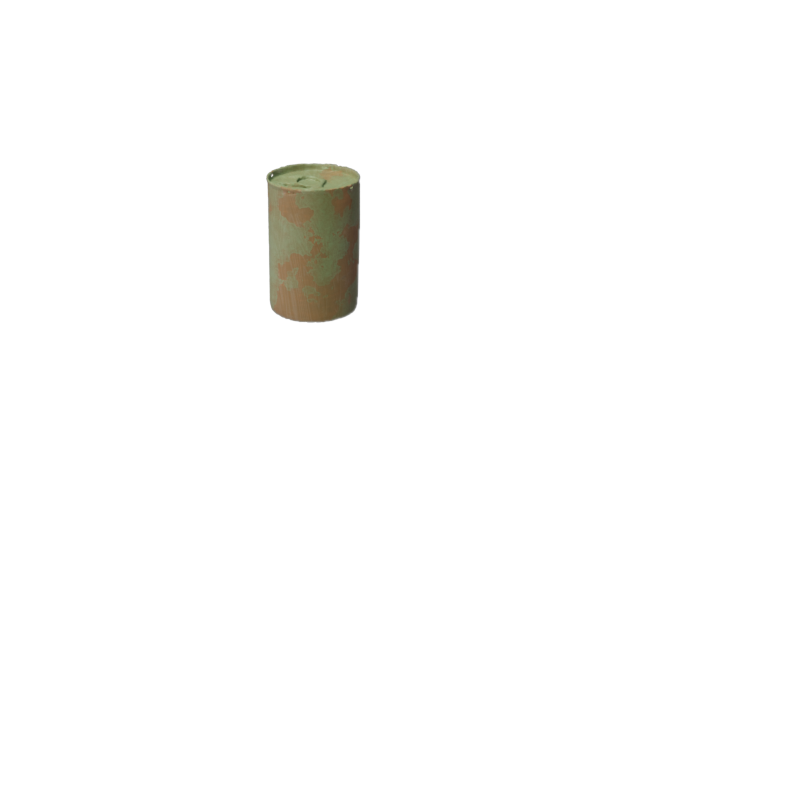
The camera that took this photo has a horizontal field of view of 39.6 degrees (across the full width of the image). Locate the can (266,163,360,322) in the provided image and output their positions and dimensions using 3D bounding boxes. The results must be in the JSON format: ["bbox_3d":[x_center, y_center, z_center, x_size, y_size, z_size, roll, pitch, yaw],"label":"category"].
[{"bbox_3d":[-0.064,-0.116,0.816,0.068,0.097,0.072,0,23,-2],"label":"can"}]
